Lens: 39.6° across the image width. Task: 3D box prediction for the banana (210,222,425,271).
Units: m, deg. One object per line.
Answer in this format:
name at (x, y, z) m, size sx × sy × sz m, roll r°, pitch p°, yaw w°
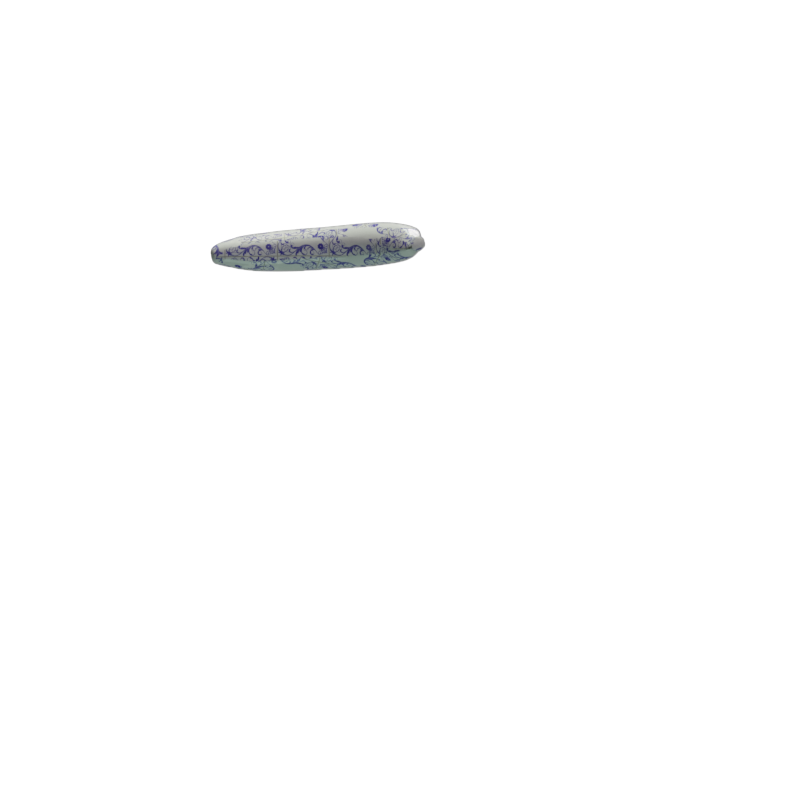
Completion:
banana at (-0.062, -0.132, 0.943) m, size 0.203 × 0.037 × 0.066 m, roll -2°, pitch -5°, yaw 25°
